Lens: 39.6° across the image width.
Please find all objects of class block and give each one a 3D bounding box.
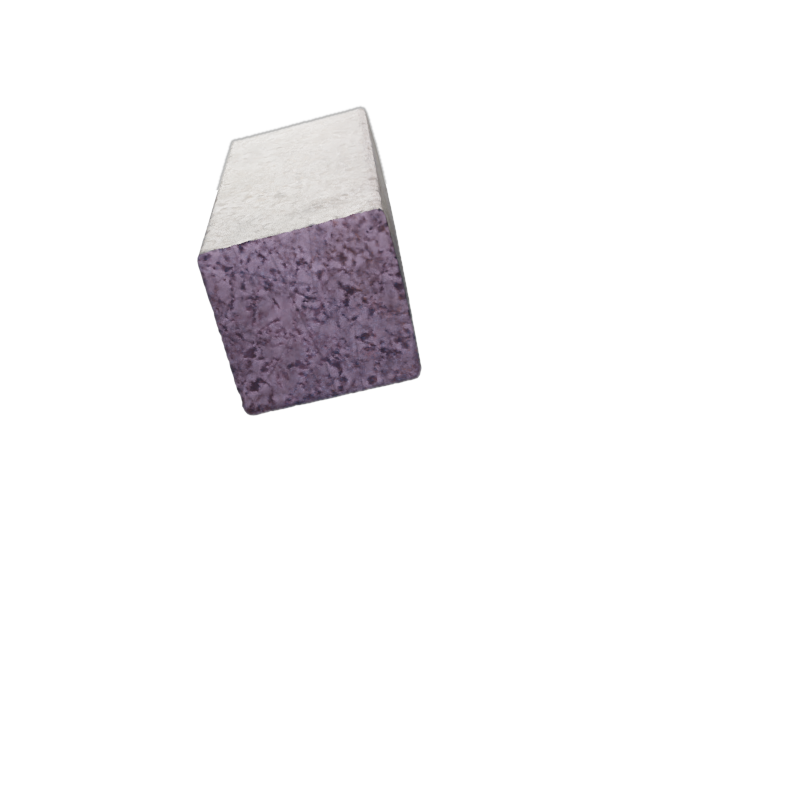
[{"bbox_3d":[-0.048,-0.087,0.614,0.091,0.085,0.217,-13,26,3],"label":"block"}]
